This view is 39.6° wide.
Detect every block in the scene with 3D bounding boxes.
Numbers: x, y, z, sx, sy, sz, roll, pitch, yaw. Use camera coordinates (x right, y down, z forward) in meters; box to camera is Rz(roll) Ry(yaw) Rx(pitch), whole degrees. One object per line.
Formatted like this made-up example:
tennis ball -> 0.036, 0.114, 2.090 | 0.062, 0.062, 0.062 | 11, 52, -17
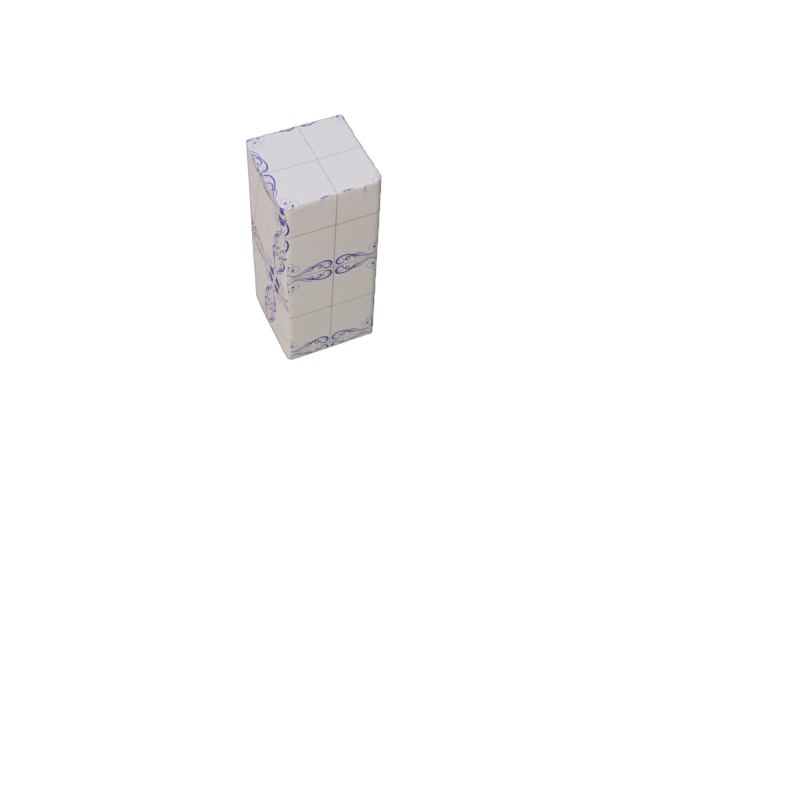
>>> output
block -> -0.077, -0.141, 0.989 | 0.090, 0.097, 0.192 | -18, -34, -16
